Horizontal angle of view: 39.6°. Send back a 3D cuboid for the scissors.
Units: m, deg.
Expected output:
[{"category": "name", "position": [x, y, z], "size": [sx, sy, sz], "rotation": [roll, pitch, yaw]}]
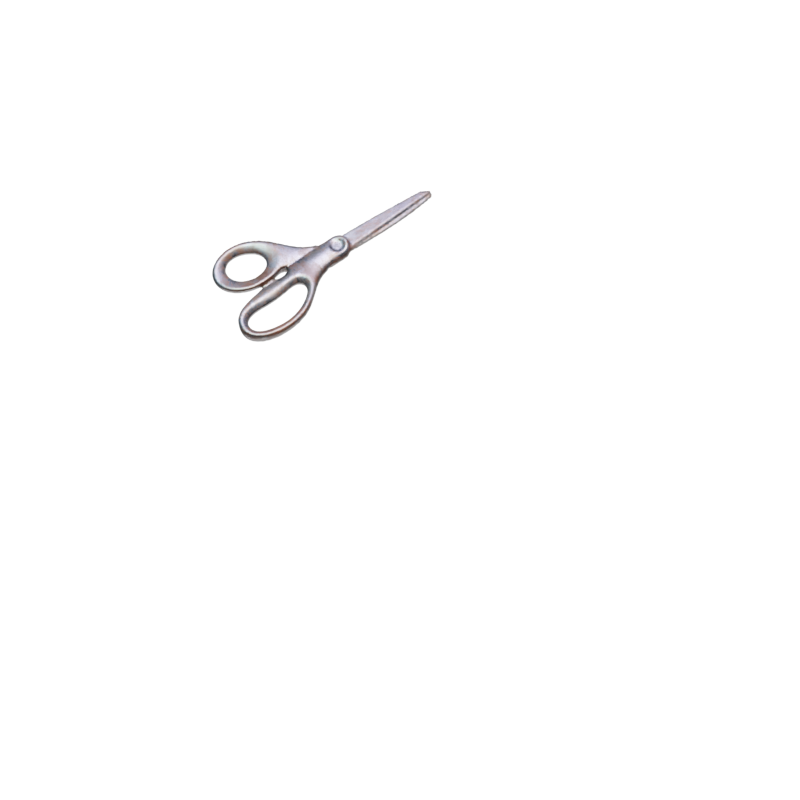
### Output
[{"category": "scissors", "position": [-0.071, -0.130, 0.912], "size": [0.100, 0.206, 0.015], "rotation": [33, -25, 18]}]
